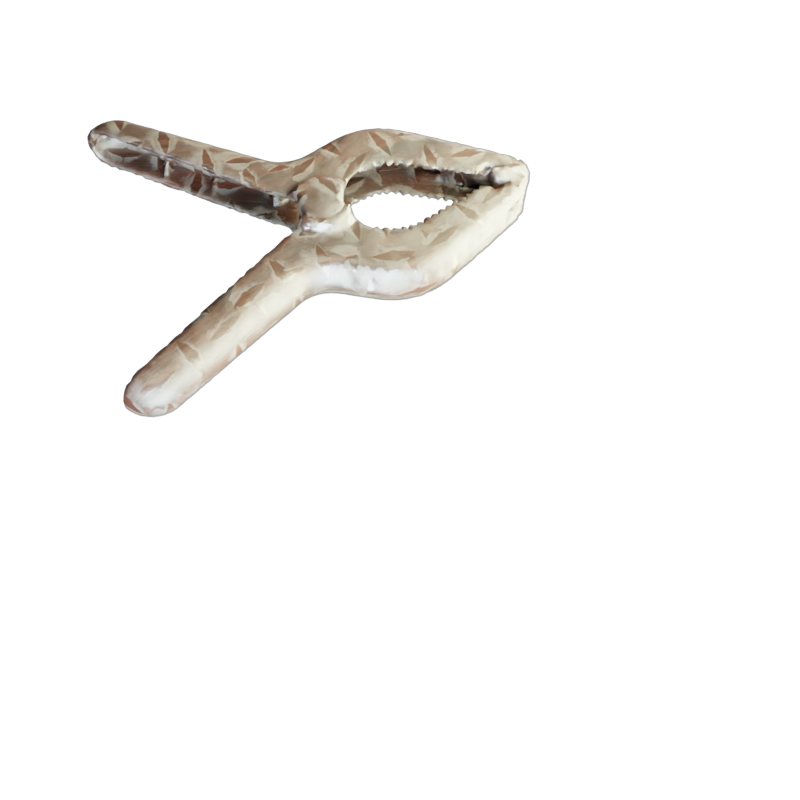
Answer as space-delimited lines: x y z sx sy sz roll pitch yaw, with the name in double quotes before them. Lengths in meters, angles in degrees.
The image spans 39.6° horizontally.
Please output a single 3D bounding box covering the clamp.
"clamp" -0.040 -0.073 0.513 0.209 0.177 0.034 -6 -34 -4
